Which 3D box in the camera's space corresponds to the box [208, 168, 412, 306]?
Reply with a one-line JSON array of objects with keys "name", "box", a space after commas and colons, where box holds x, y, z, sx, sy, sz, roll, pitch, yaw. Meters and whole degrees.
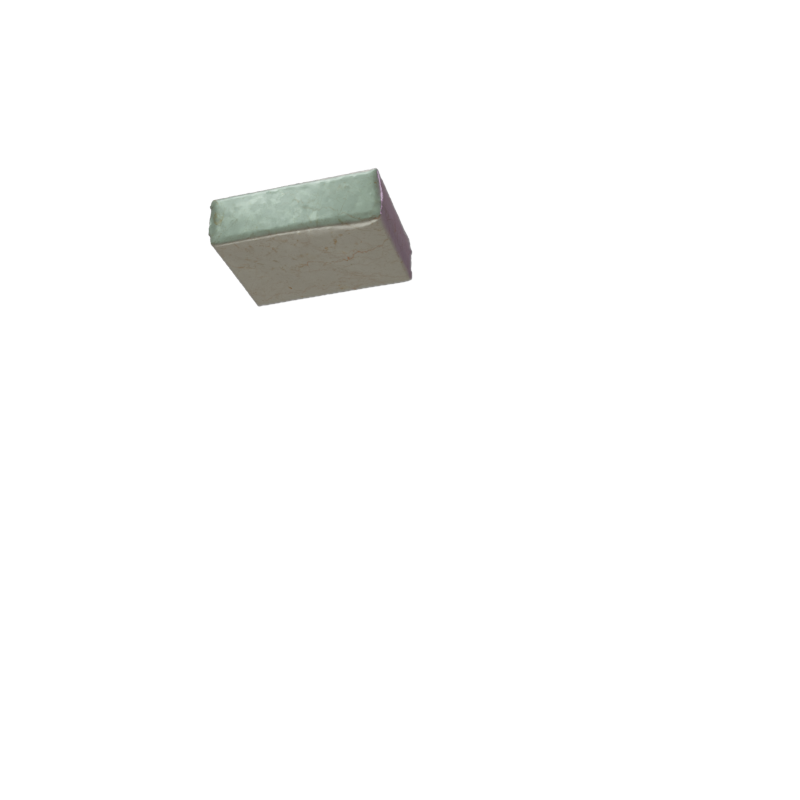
[{"name": "box", "box": [-0.056, -0.103, 0.720, 0.115, 0.041, 0.084, -6, -25, 14]}]
